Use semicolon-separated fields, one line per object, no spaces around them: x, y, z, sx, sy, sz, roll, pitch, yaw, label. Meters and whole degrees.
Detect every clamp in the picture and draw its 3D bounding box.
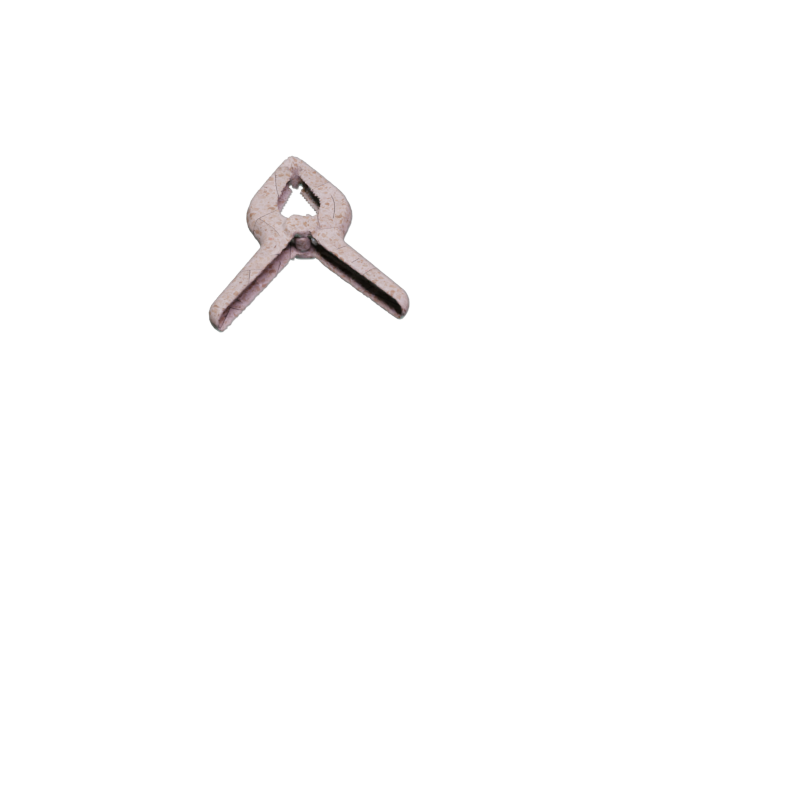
-0.076;-0.139;0.973;0.165;0.225;0.034;0;-44;0;clamp
